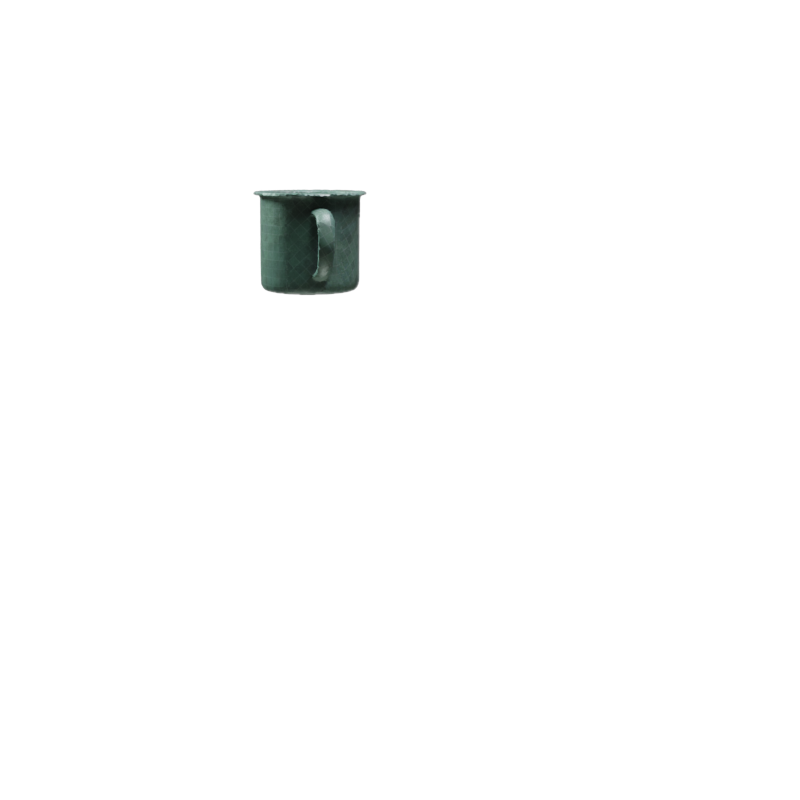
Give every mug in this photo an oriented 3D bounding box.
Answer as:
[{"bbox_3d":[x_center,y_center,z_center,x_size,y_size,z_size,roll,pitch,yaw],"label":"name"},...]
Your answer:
[{"bbox_3d":[-0.071,-0.129,0.902,0.091,0.080,0.122,-2,10,-16],"label":"mug"}]
